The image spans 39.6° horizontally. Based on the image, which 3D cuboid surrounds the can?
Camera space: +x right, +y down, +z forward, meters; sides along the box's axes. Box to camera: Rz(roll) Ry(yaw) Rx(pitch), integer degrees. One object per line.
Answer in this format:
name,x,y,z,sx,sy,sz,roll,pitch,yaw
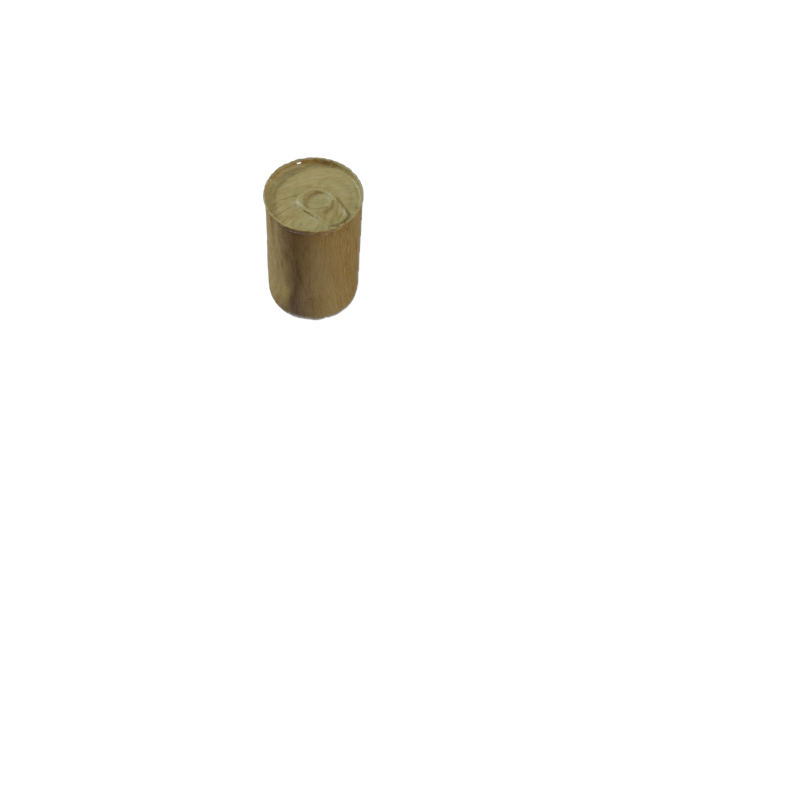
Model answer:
can,-0.061,-0.112,0.783,0.068,0.073,0.095,0,-36,-3
